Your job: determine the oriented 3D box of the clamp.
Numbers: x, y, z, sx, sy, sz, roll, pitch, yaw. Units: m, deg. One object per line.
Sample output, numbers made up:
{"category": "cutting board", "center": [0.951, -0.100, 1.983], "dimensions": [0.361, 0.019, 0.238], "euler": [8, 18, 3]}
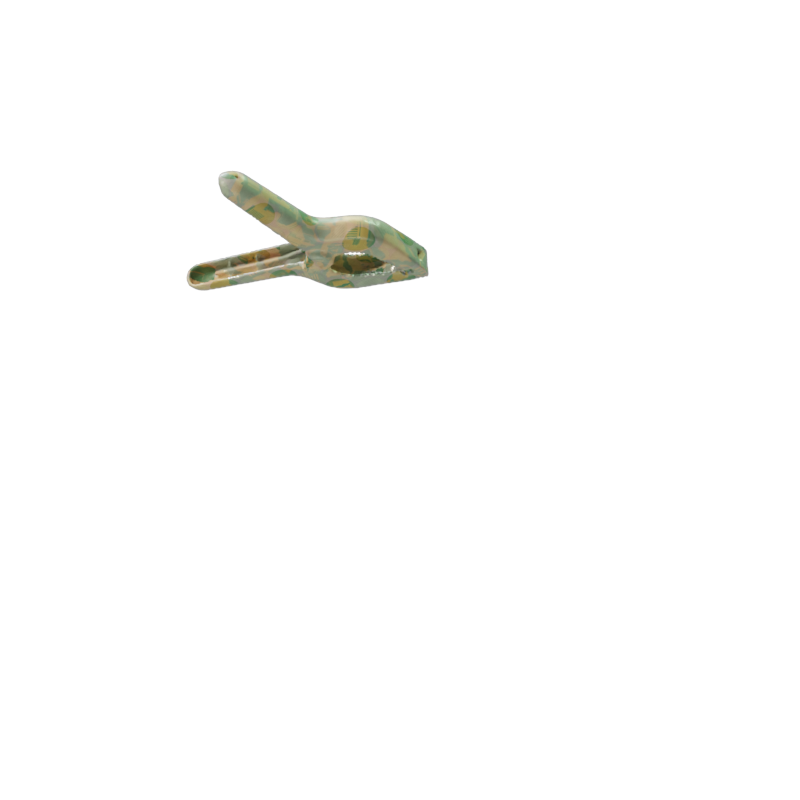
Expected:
{"category": "clamp", "center": [-0.075, -0.136, 0.952], "dimensions": [0.207, 0.039, 0.157], "euler": [4, -27, -8]}
